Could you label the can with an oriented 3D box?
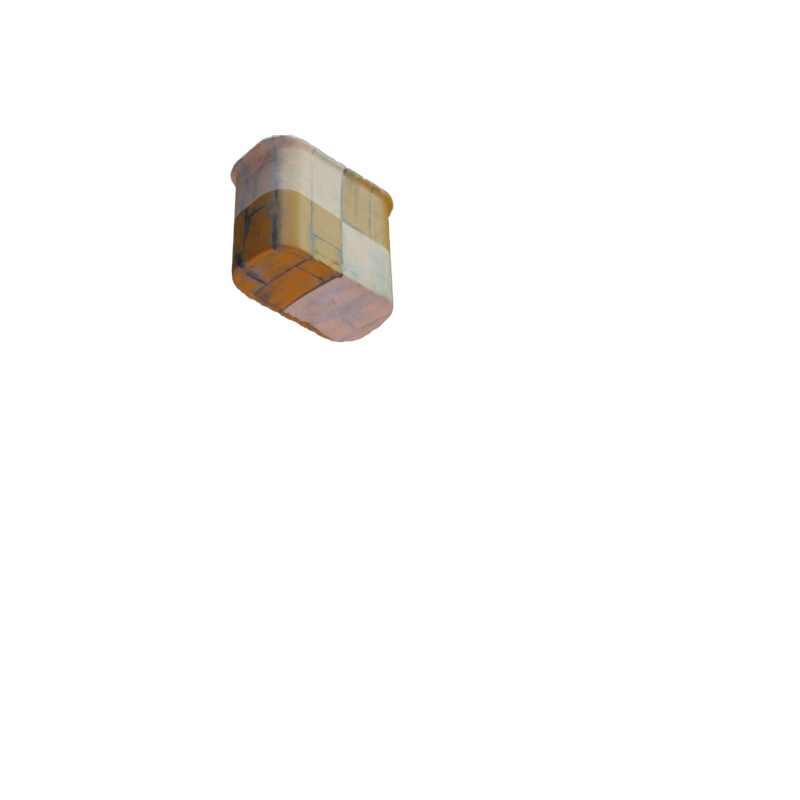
[{"bbox_3d":[-0.051,-0.092,0.647,0.096,0.090,0.057,27,-46,-34],"label":"can"}]
